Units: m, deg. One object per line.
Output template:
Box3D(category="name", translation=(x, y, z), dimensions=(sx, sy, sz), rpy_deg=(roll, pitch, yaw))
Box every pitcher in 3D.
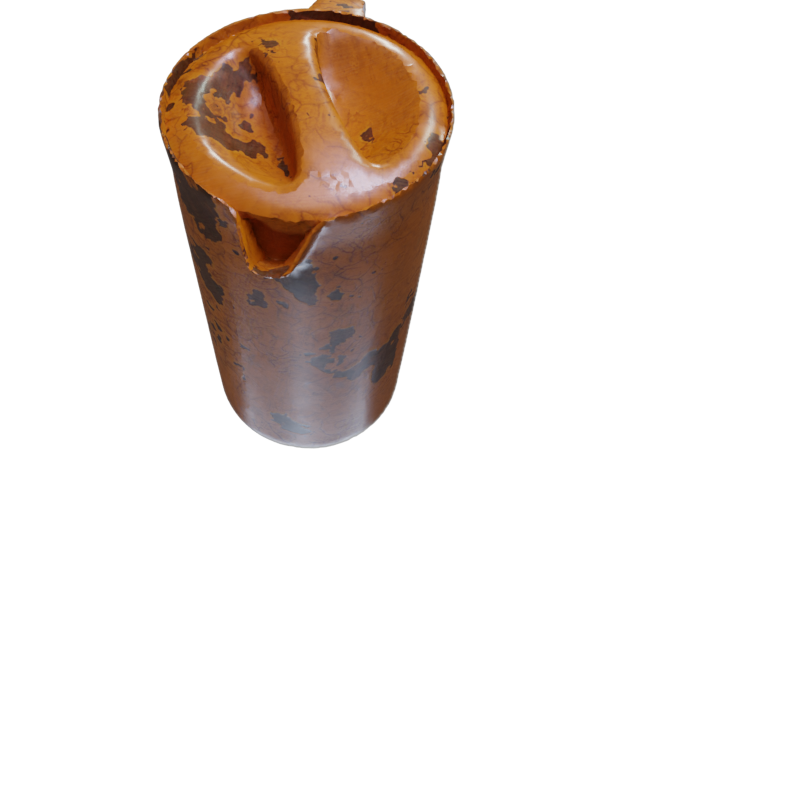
Box3D(category="pitcher", translation=(-0.047, -0.085, 0.594), dimensions=(0.149, 0.155, 0.227), rpy_deg=(-31, -26, -21))
